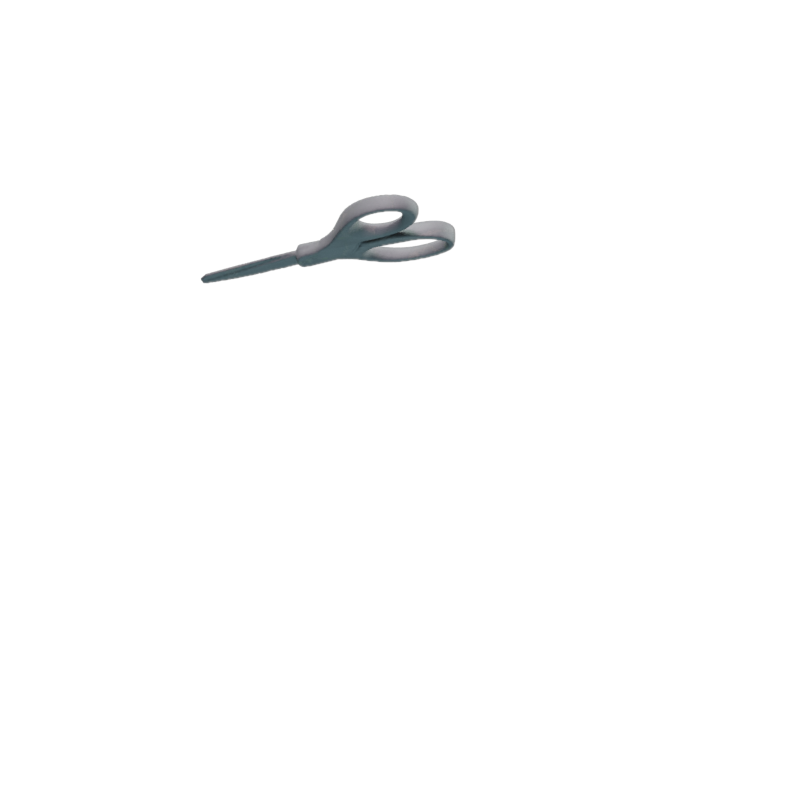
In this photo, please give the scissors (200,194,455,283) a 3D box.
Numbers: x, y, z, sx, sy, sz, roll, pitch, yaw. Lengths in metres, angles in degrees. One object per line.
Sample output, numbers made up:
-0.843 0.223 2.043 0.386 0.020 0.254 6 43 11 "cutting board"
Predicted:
-0.063 -0.114 0.801 0.204 0.017 0.090 -4 -20 12 "scissors"
